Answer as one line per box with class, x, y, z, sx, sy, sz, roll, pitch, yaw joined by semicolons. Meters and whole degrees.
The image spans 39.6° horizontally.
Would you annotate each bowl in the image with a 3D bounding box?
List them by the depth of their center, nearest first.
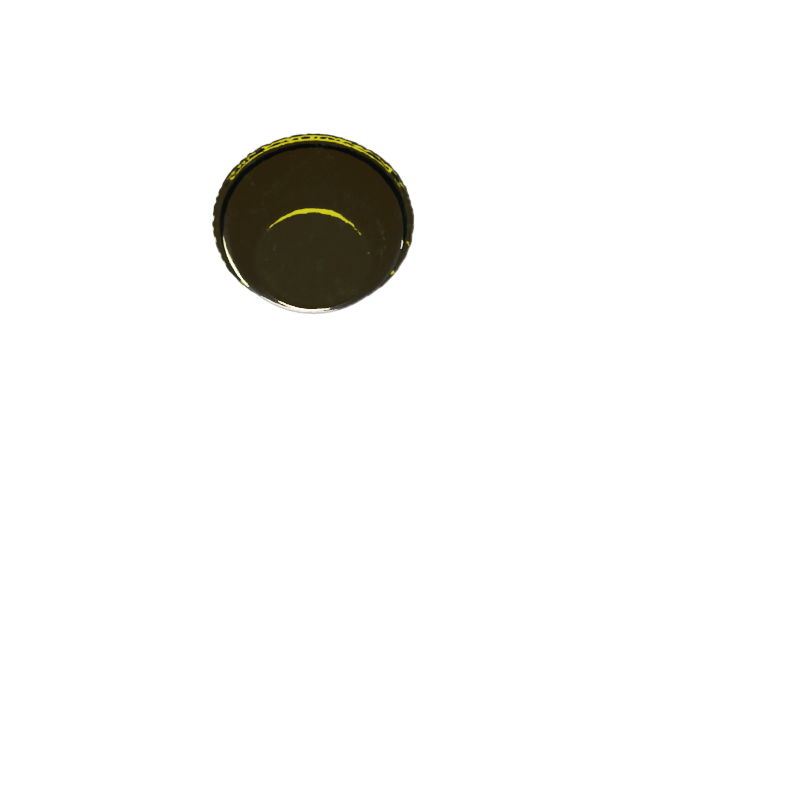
bowl;-0.068;-0.124;0.865;0.162;0.152;0.059;1;33;-1
